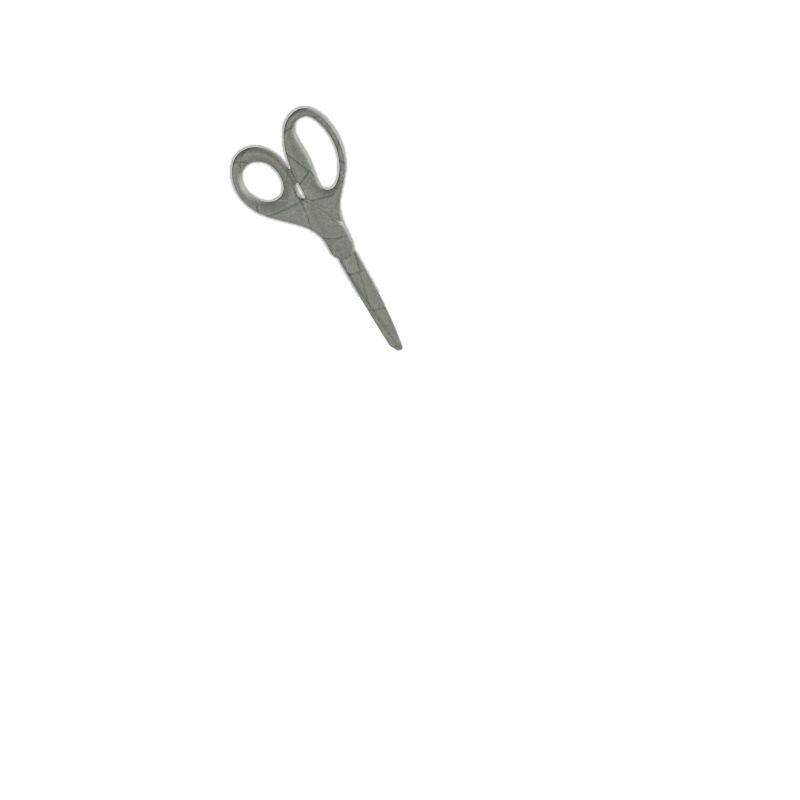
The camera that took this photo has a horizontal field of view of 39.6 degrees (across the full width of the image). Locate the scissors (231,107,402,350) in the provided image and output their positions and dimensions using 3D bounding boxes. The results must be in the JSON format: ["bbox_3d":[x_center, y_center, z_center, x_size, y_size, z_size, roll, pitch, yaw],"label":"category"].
[{"bbox_3d":[-0.066,-0.121,0.844,0.096,0.195,0.016,-13,14,3],"label":"scissors"}]
